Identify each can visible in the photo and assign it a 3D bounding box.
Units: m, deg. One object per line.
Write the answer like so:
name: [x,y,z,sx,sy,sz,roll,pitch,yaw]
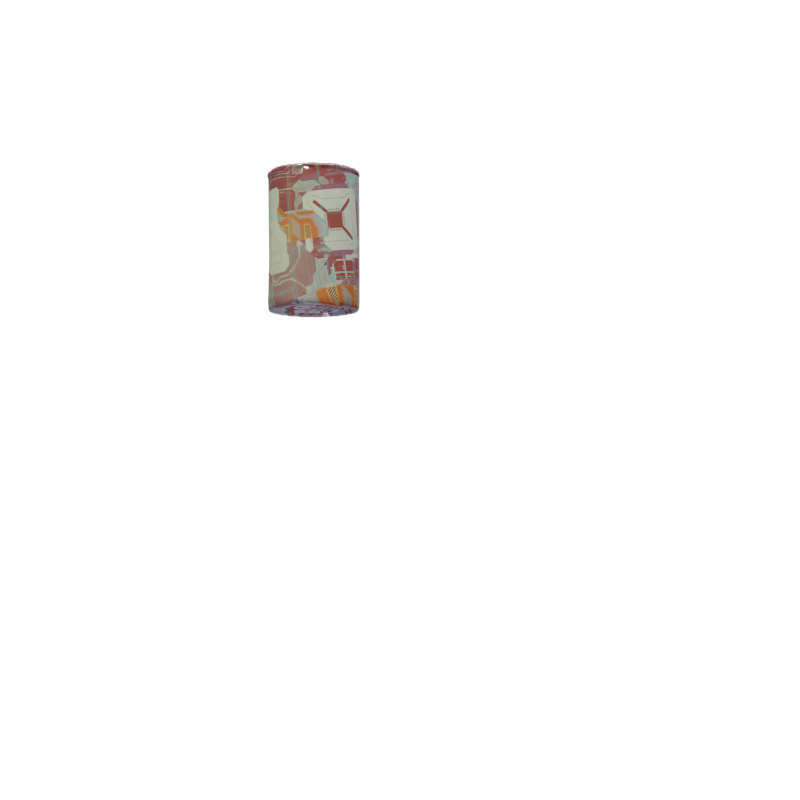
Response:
can: [-0.063,-0.115,0.806,0.068,0.105,0.067,0,-9,-2]
